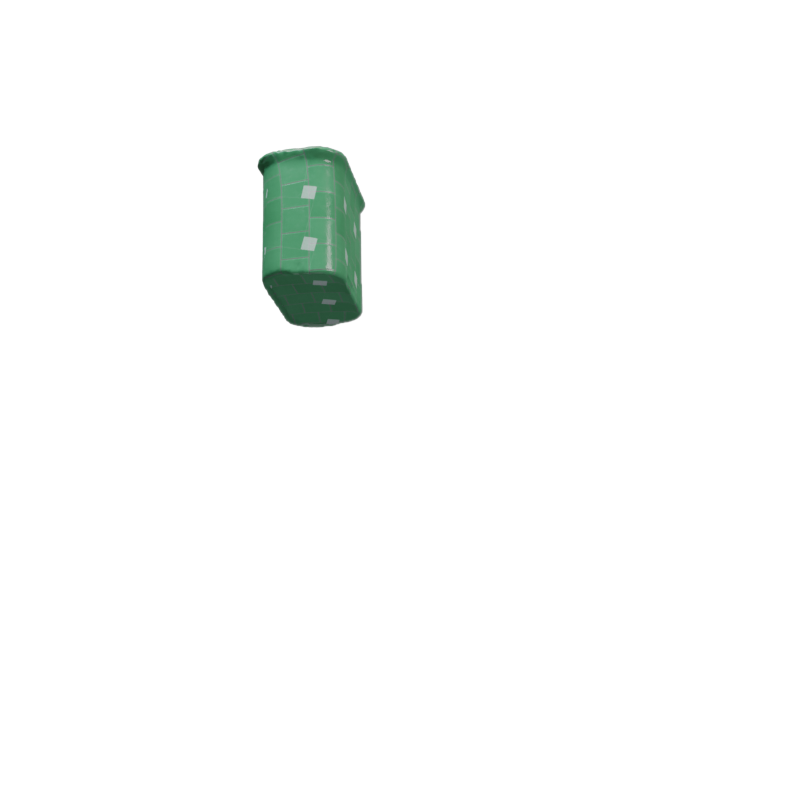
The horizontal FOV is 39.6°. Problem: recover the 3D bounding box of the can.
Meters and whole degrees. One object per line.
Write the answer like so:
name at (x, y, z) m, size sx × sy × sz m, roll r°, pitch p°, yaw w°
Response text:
can at (-0.056, -0.102, 0.714) m, size 0.058 × 0.088 × 0.096 m, roll -5°, pitch -20°, yaw 9°
